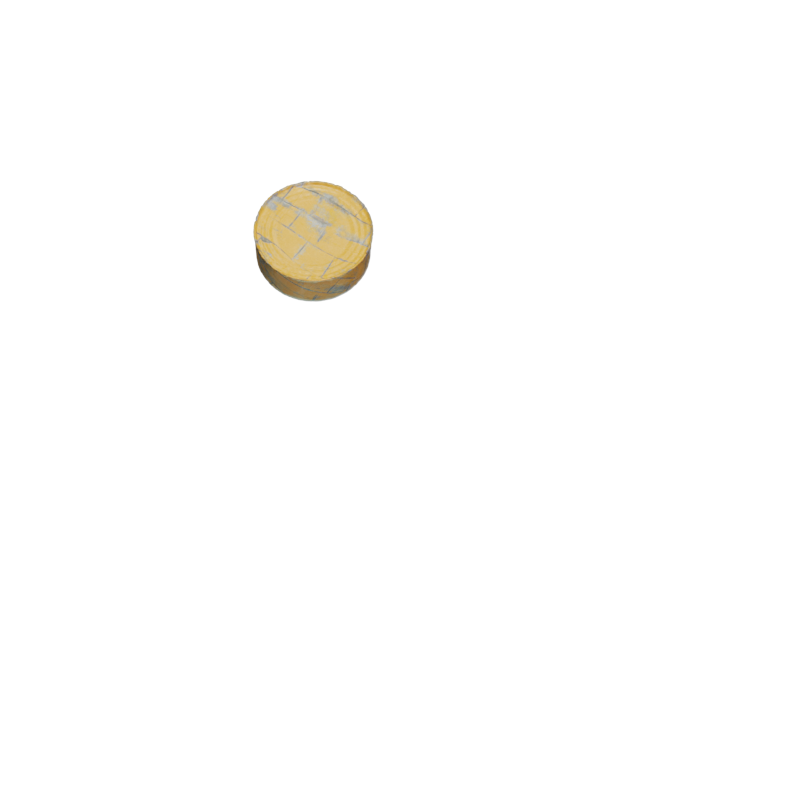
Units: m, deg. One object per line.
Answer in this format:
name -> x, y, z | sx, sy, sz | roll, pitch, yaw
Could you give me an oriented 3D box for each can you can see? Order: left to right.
can -> -0.063, -0.115, 0.805 | 0.086, 0.092, 0.031 | -1, -30, -1
